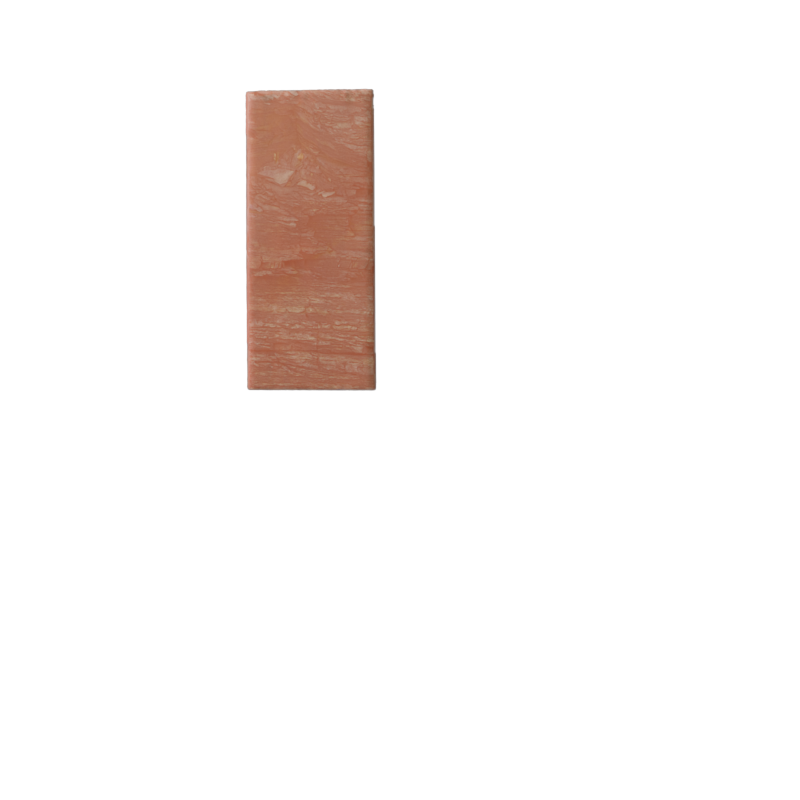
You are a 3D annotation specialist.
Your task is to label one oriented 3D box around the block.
[{"bbox_3d":[-0.063,-0.114,0.799,0.091,0.207,0.090,0,-1,1],"label":"block"}]
